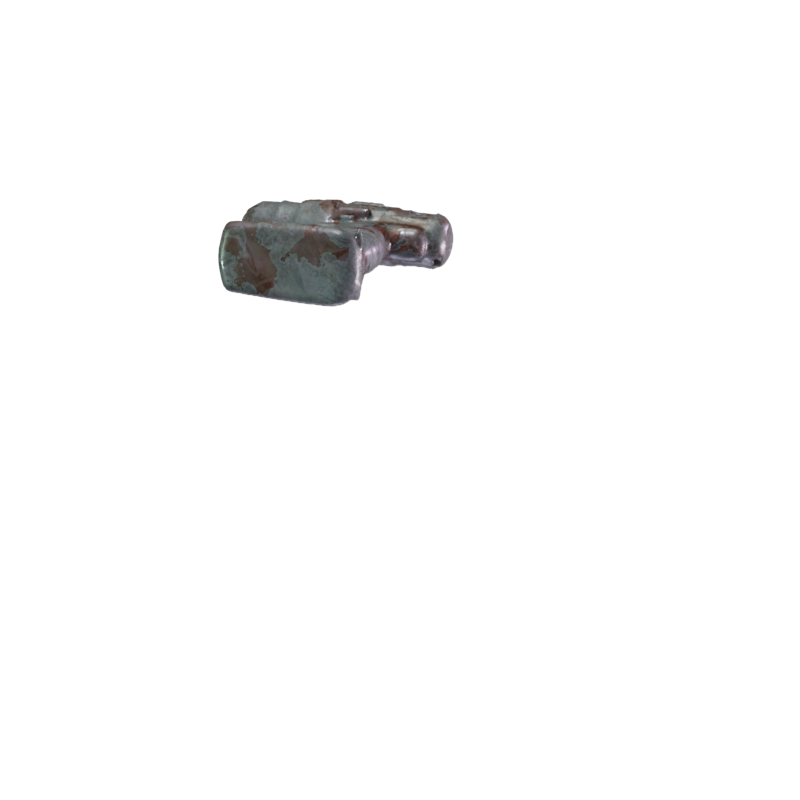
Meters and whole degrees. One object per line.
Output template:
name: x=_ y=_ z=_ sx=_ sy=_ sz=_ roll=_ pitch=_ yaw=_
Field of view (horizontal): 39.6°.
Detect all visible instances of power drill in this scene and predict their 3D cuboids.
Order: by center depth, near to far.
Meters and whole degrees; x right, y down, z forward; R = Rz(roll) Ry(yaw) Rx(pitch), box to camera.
power drill: x=-0.068 y=-0.124 z=0.867 sx=0.190 sy=0.056 sz=0.188 roll=6 pitch=18 yaw=19
